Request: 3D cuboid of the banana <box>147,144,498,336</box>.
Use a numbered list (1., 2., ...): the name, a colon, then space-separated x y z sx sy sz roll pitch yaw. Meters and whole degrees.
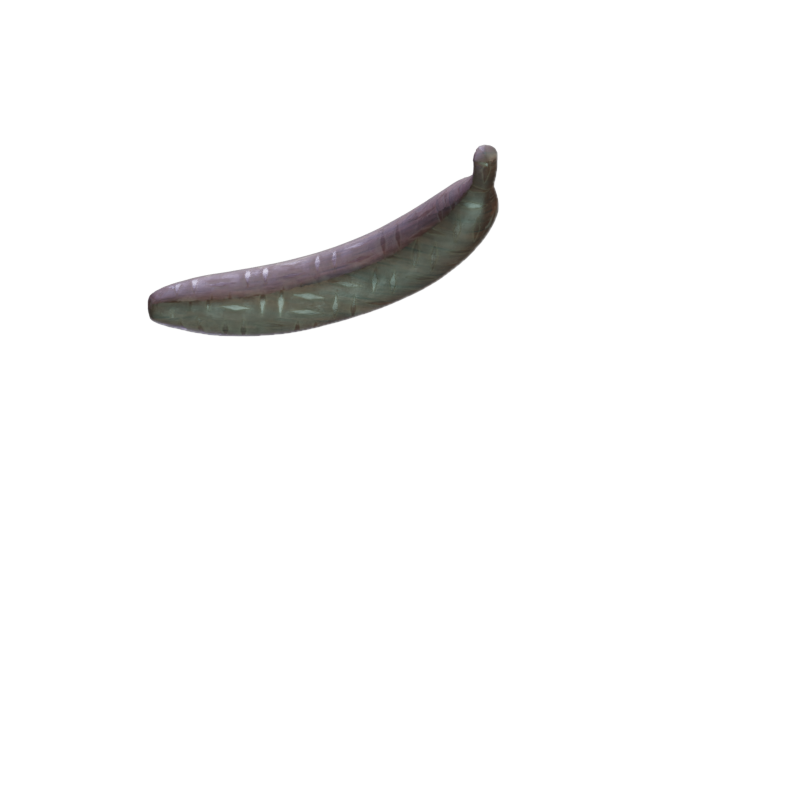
1. banana: -0.030 -0.068 0.548 0.199 0.039 0.064 -22 -47 22
